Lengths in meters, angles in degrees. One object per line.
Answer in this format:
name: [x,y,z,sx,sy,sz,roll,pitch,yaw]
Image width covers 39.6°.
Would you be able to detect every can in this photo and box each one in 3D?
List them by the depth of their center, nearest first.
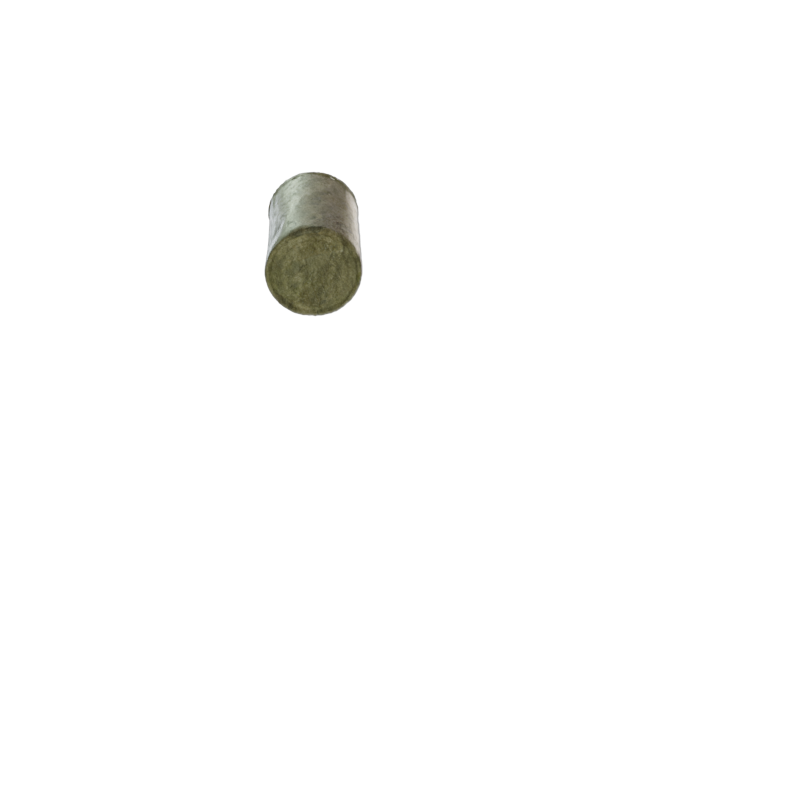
can: [-0.062,-0.113,0.788,0.068,0.065,0.108,0,30,-3]
